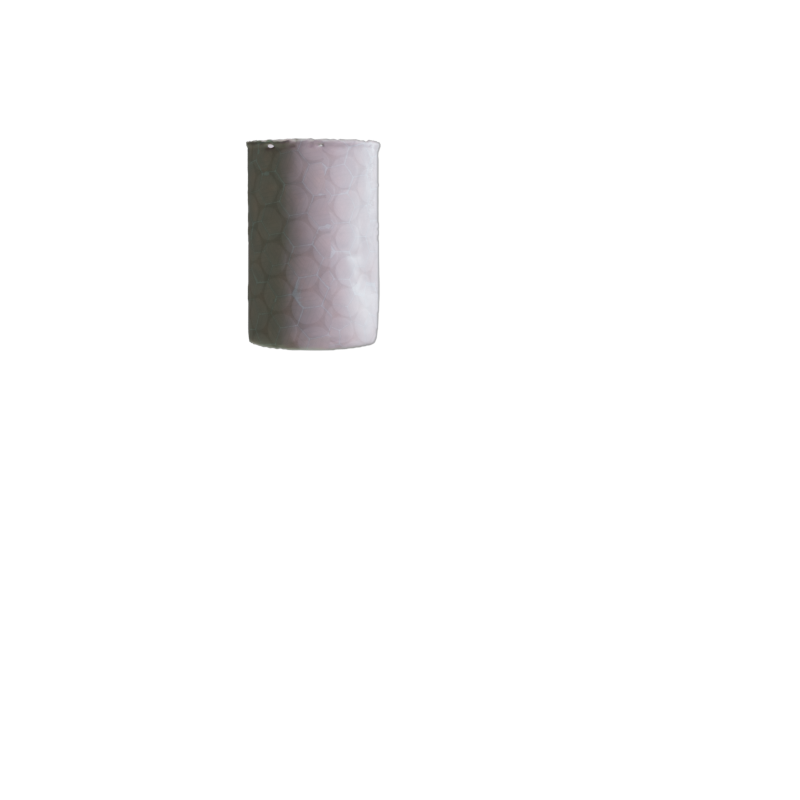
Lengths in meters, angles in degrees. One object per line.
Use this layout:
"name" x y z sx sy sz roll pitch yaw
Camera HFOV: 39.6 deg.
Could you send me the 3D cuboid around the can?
"can" -0.044 -0.080 0.563 0.068 0.101 0.069 0 6 -2
